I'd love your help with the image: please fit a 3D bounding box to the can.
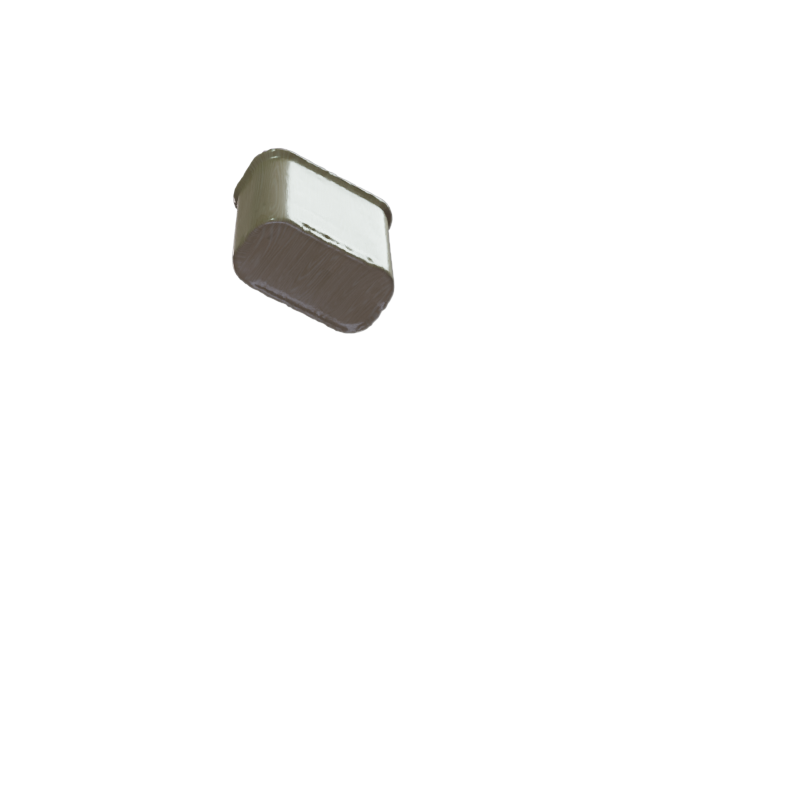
[{"bbox_3d":[-0.053,-0.097,0.680,0.098,0.056,0.090,25,31,-19],"label":"can"}]
